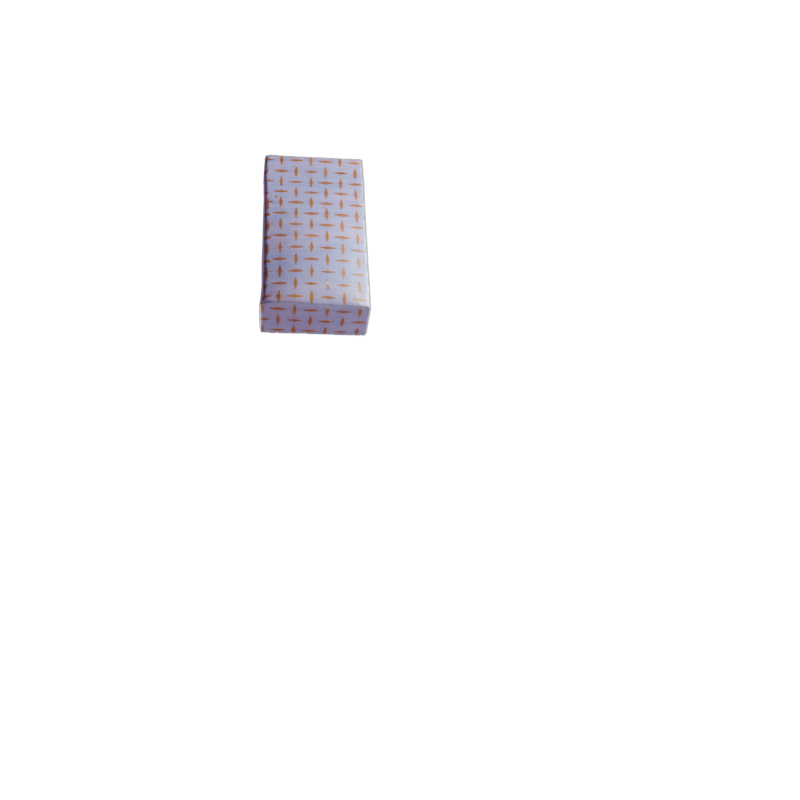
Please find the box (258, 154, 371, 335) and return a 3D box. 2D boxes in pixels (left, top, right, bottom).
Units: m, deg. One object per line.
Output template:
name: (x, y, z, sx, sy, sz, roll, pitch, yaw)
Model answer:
box: (-0.076, -0.139, 0.977, 0.093, 0.189, 0.045, 1, -40, -5)
